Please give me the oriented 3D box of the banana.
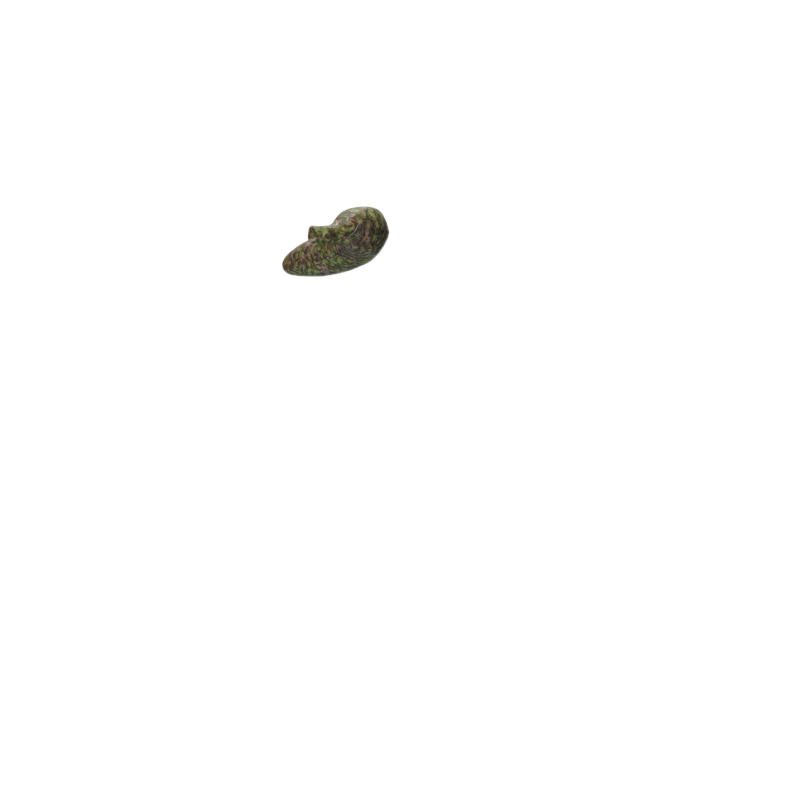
[{"bbox_3d":[-0.048,-0.123,0.857,0.069,0.037,0.197,1,-2,-11],"label":"banana"}]
